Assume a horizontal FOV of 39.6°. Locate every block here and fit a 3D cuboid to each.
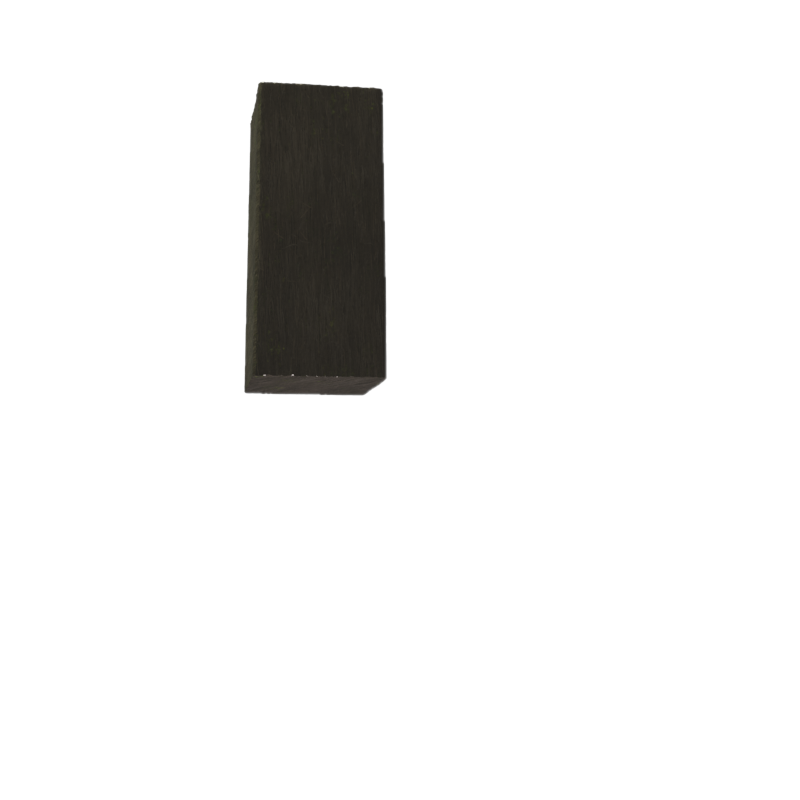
[{"bbox_3d":[-0.062,-0.113,0.790,0.090,0.214,0.088,1,-14,-10],"label":"block"}]
